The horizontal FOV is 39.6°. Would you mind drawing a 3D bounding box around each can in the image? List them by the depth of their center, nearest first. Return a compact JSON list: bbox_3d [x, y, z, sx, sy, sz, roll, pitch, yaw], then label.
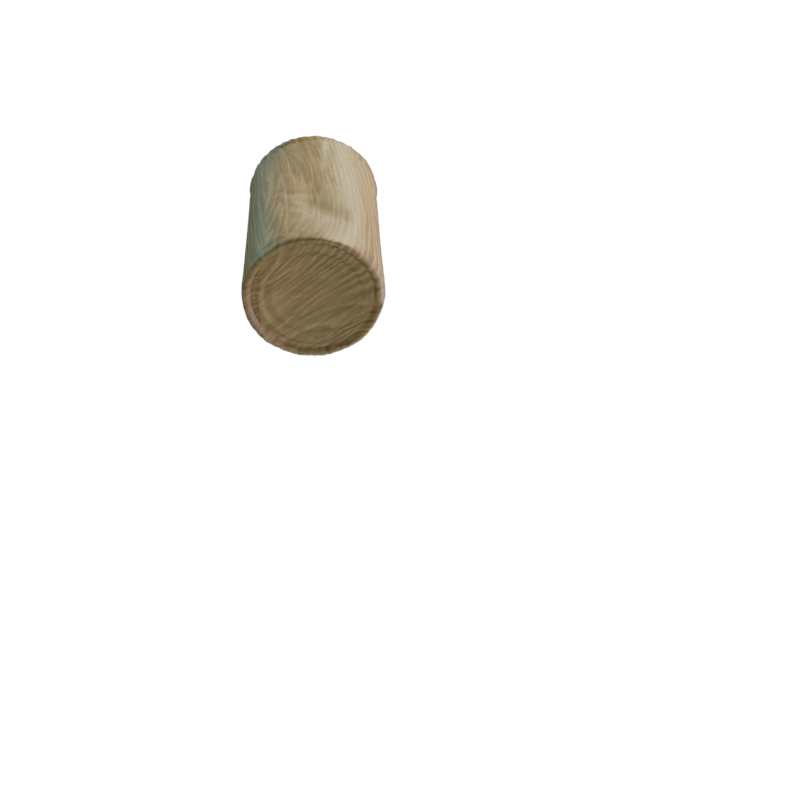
[{"bbox_3d":[-0.043,-0.078,0.550,0.068,0.064,0.109,-1,36,-3],"label":"can"}]
